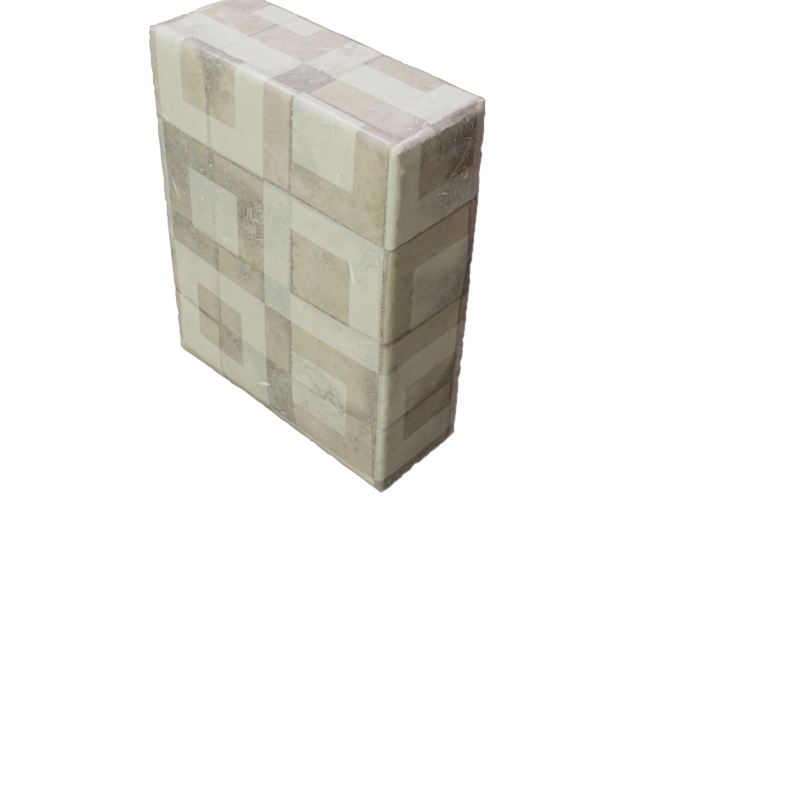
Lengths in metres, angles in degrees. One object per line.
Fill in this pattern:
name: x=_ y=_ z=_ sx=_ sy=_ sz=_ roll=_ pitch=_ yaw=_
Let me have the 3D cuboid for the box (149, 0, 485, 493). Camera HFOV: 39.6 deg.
box: x=-0.045 y=-0.082 z=0.573 sx=0.175 sy=0.199 sz=0.072 roll=34 pitch=49 yaw=31
